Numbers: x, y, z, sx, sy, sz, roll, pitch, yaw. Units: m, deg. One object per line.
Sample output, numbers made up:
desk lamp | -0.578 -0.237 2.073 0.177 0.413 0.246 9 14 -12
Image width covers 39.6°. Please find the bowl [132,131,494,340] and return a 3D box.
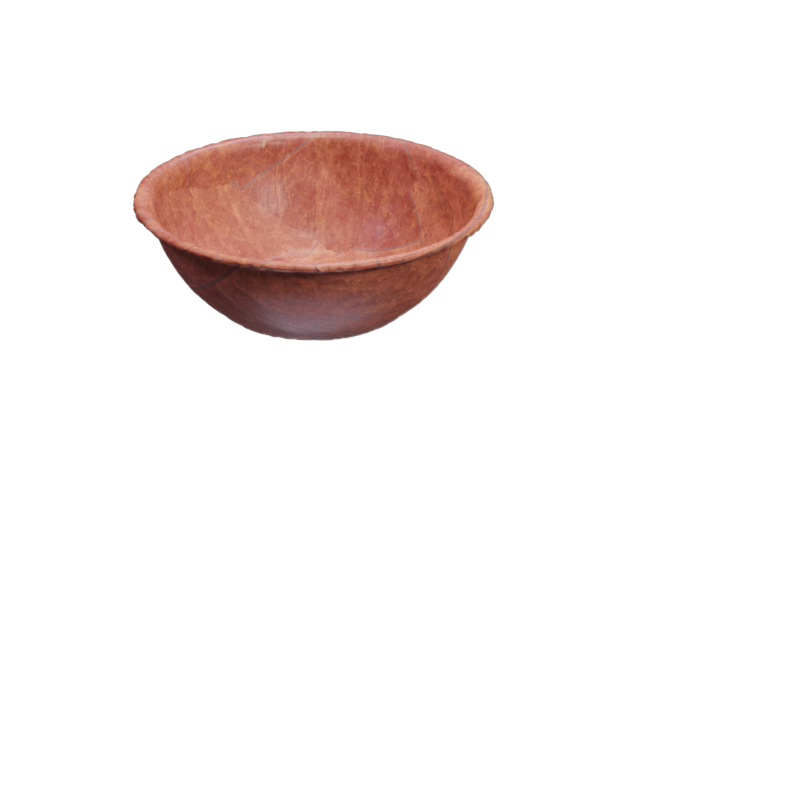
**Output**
bowl | -0.040 -0.073 0.512 0.162 0.052 0.172 -1 30 -2
